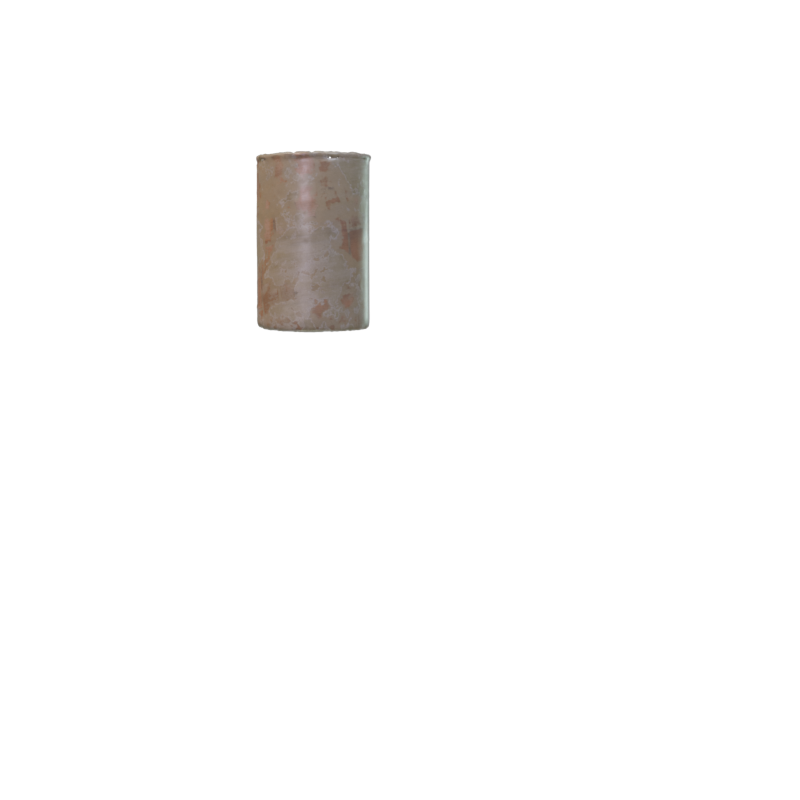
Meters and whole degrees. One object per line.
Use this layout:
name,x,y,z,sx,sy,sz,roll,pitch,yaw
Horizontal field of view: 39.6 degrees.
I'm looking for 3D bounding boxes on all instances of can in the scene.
can,-0.051,-0.093,0.655,0.068,0.102,0.069,0,2,-2
